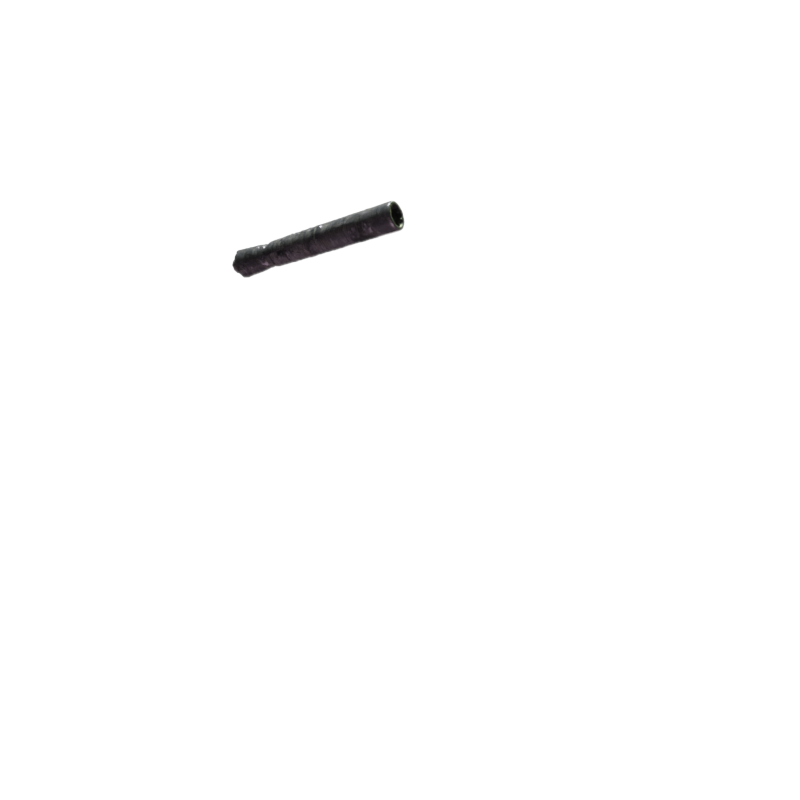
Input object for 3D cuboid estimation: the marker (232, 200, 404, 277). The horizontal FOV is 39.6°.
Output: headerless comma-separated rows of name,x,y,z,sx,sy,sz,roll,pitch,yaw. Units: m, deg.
marker,-0.054,-0.099,0.692,0.123,0.020,0.019,-13,-3,29
